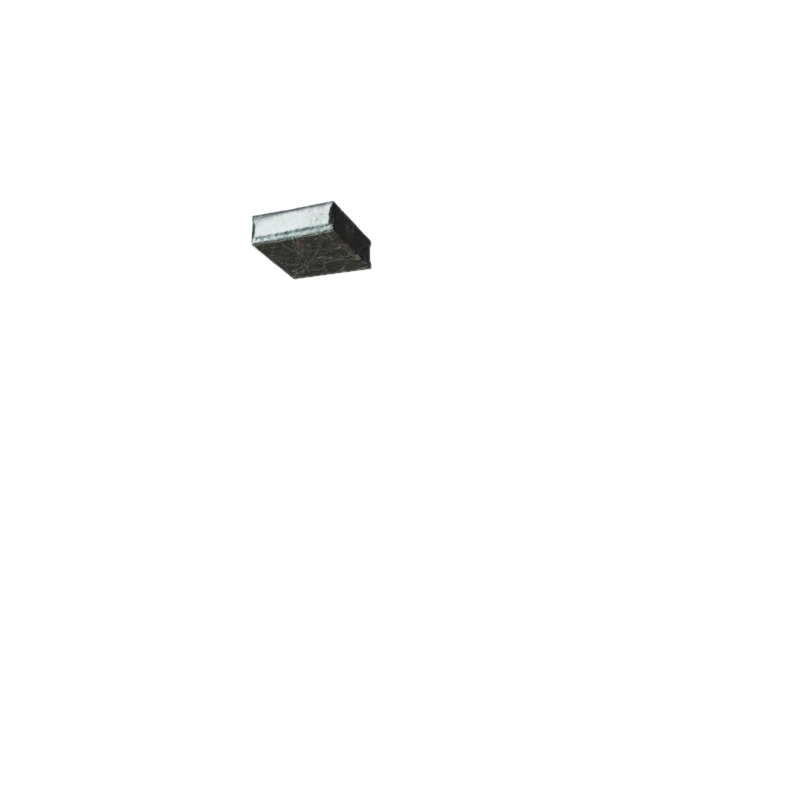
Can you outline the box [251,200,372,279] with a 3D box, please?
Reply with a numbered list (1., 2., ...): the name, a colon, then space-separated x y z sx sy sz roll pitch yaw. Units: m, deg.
1. box: -0.072 -0.131 0.921 0.074 0.032 0.084 -7 -18 20
